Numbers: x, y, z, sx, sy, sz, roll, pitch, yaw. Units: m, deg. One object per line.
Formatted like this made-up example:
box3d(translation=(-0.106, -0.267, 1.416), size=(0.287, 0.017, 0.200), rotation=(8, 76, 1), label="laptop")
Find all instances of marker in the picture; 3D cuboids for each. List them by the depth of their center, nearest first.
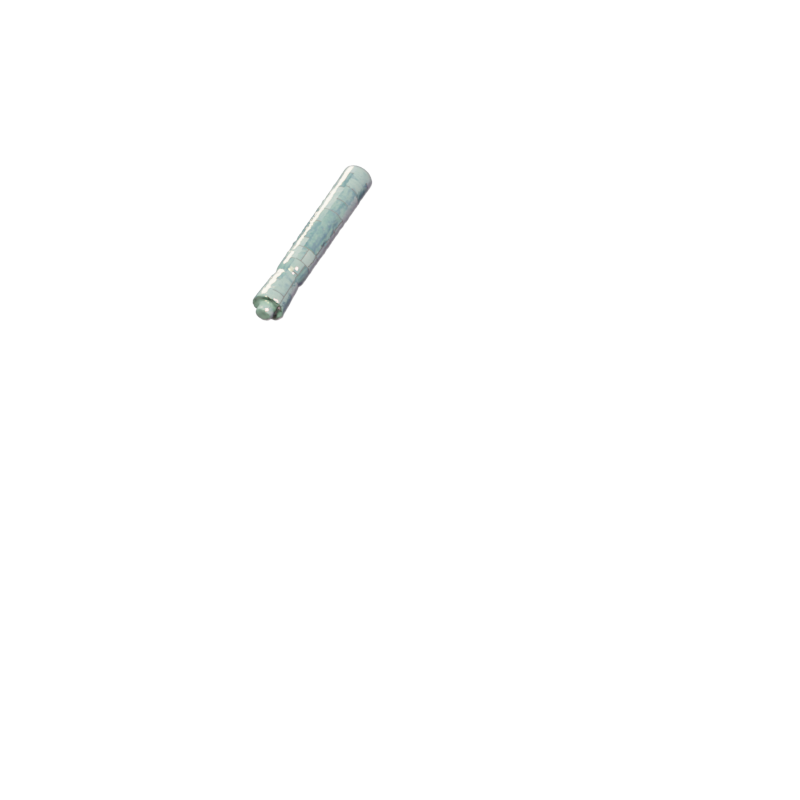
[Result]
box3d(translation=(-0.049, -0.090, 0.628), size=(0.020, 0.018, 0.126), rotation=(1, 45, 32), label="marker")
